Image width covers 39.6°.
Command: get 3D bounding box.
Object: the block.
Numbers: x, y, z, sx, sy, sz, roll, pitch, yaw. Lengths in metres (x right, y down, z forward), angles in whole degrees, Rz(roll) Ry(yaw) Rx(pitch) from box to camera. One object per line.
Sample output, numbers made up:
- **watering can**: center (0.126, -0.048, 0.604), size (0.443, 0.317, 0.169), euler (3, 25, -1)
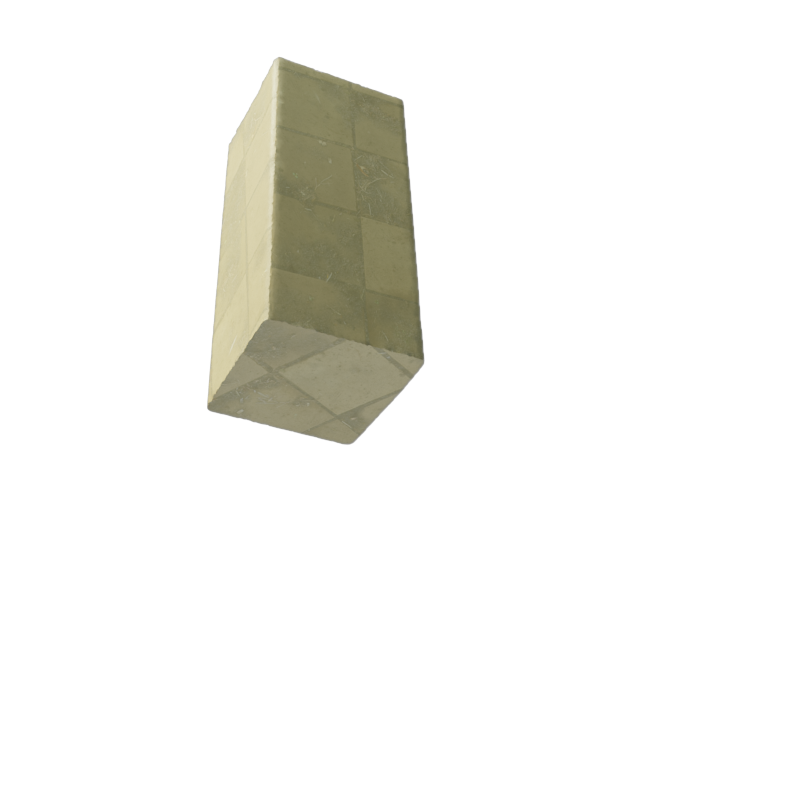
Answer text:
- **block**: center (-0.051, -0.092, 0.649), size (0.087, 0.221, 0.087), euler (15, -42, -21)
